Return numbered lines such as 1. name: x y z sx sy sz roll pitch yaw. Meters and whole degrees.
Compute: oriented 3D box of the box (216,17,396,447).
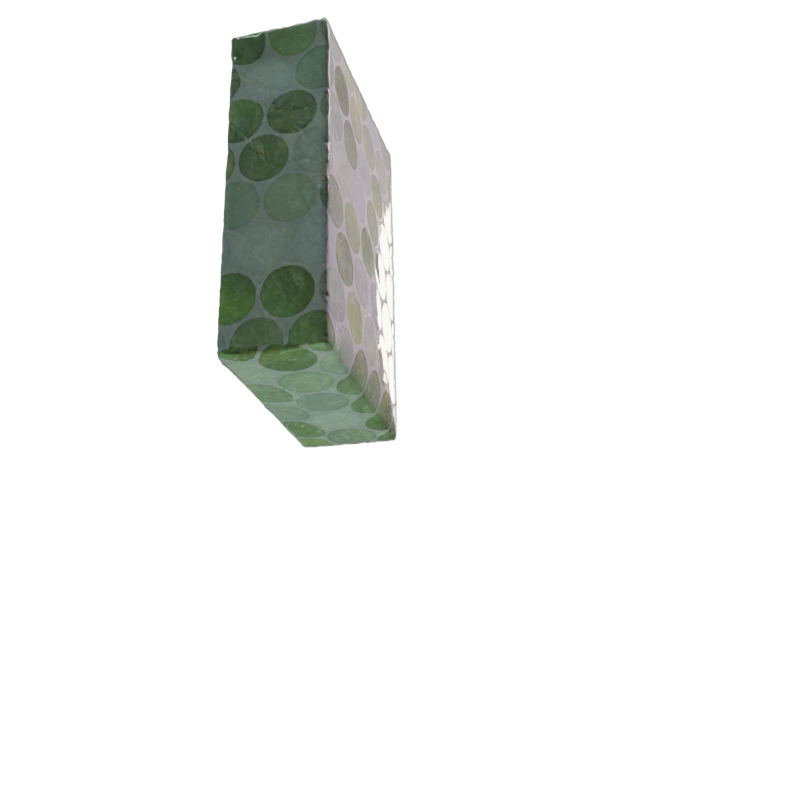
1. box: -0.054 -0.098 0.685 0.073 0.226 0.153 -8 -25 12
